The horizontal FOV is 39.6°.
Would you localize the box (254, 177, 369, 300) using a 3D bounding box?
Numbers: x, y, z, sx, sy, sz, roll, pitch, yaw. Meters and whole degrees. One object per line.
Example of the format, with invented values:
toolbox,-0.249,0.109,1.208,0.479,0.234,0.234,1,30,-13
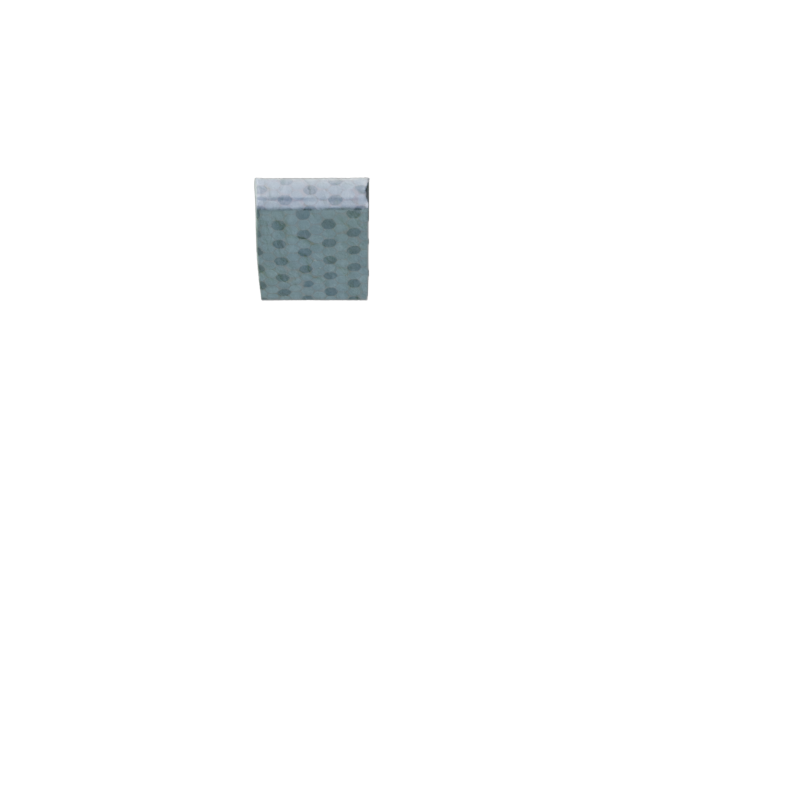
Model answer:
box,-0.069,-0.126,0.880,0.090,0.042,0.106,0,-36,-1
